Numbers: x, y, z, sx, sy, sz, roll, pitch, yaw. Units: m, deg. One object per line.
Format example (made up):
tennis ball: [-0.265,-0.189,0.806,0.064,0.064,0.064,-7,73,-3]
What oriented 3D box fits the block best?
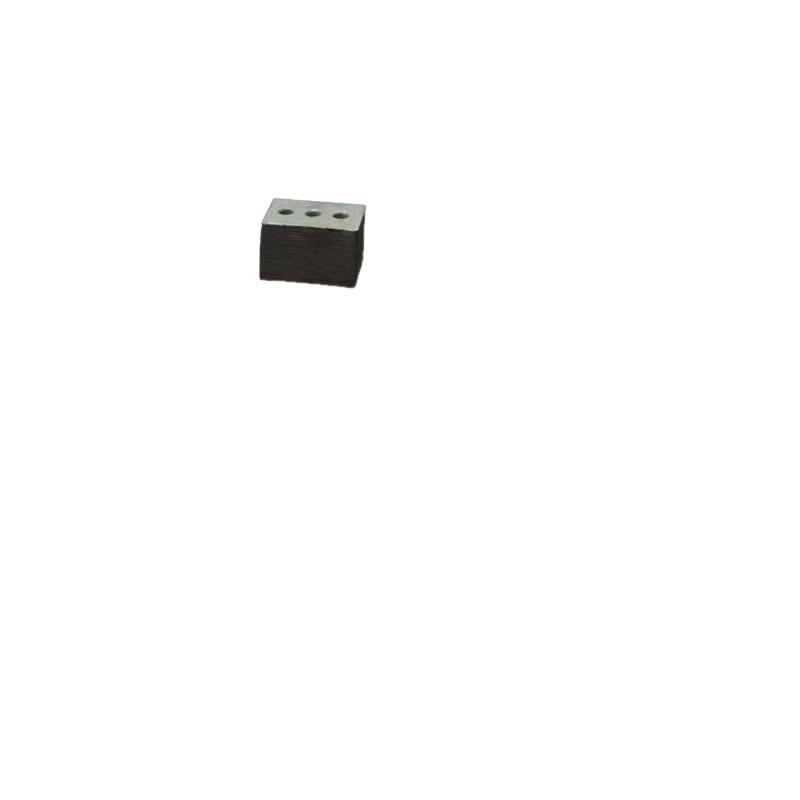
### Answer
block: [-0.069,-0.125,0.877,0.079,0.048,0.055,5,30,7]
